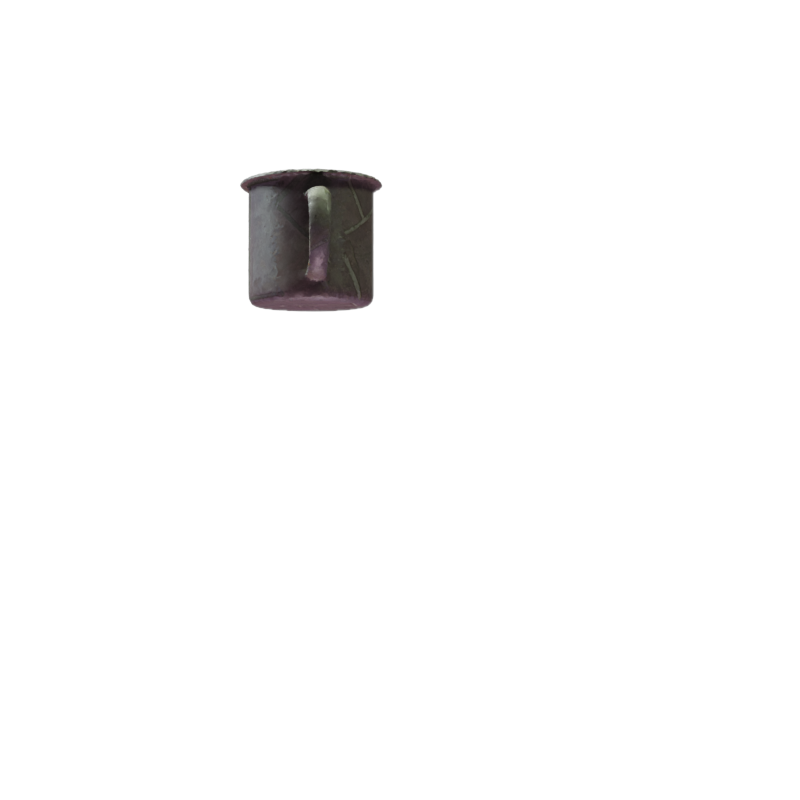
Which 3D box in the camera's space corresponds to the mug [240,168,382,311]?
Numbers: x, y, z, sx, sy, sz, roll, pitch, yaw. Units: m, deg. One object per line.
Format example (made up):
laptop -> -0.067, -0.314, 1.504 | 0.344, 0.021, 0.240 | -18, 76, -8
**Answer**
mug -> -0.056, -0.102, 0.713 | 0.092, 0.083, 0.117 | 1, -4, -10
